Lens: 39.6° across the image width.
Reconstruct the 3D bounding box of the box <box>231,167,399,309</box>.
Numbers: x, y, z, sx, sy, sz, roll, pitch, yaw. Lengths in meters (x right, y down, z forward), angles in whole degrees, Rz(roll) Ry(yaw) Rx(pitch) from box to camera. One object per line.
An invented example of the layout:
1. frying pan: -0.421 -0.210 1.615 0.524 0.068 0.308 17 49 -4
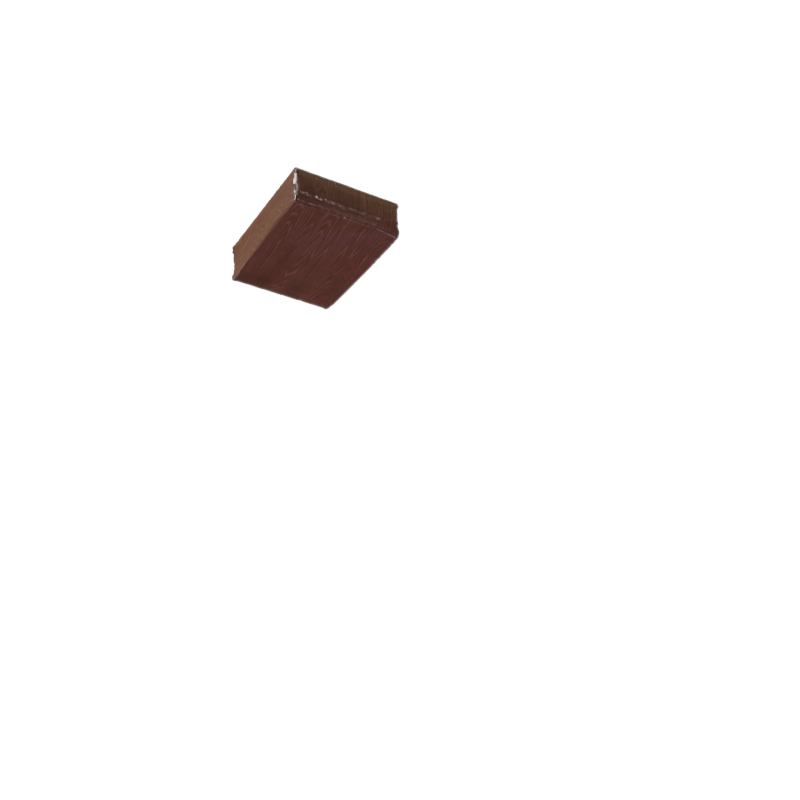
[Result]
1. box: -0.067 -0.122 0.854 0.086 0.042 0.111 19 -40 -25
